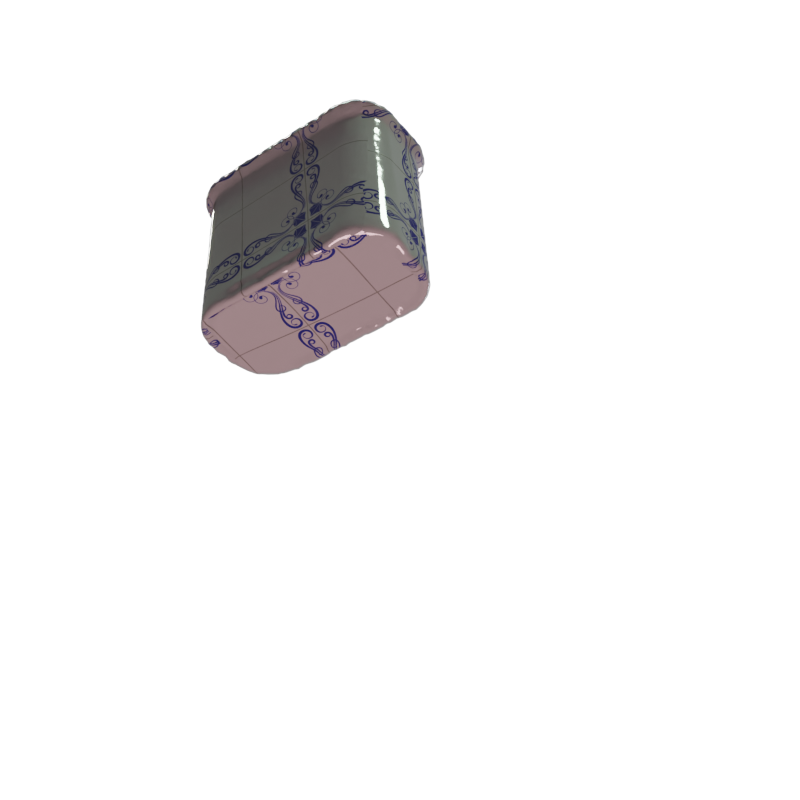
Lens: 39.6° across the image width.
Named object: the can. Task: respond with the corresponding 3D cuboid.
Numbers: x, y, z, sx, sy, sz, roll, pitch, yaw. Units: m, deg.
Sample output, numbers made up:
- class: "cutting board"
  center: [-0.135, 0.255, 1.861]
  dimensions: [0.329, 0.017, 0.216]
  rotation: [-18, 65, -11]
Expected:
- class: "can"
  center: [-0.037, -0.068, 0.479]
  dimensions: [0.102, 0.090, 0.053]
  rotation: [-27, -49, 23]
